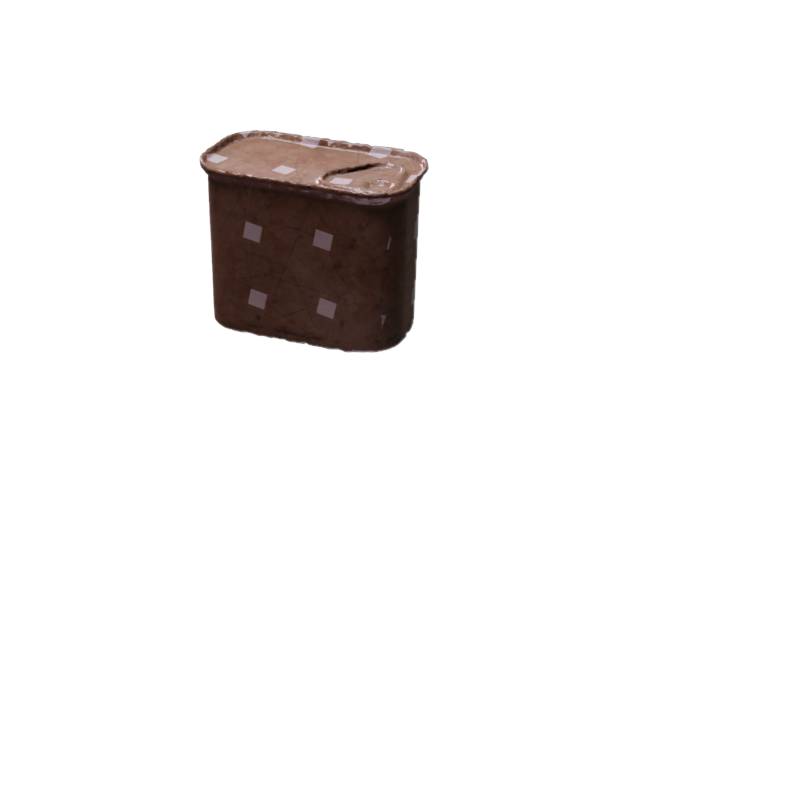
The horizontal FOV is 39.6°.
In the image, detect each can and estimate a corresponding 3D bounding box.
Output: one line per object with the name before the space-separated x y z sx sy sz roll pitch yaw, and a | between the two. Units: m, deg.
can | -0.041 -0.074 0.521 0.105 0.079 0.059 11 30 18
